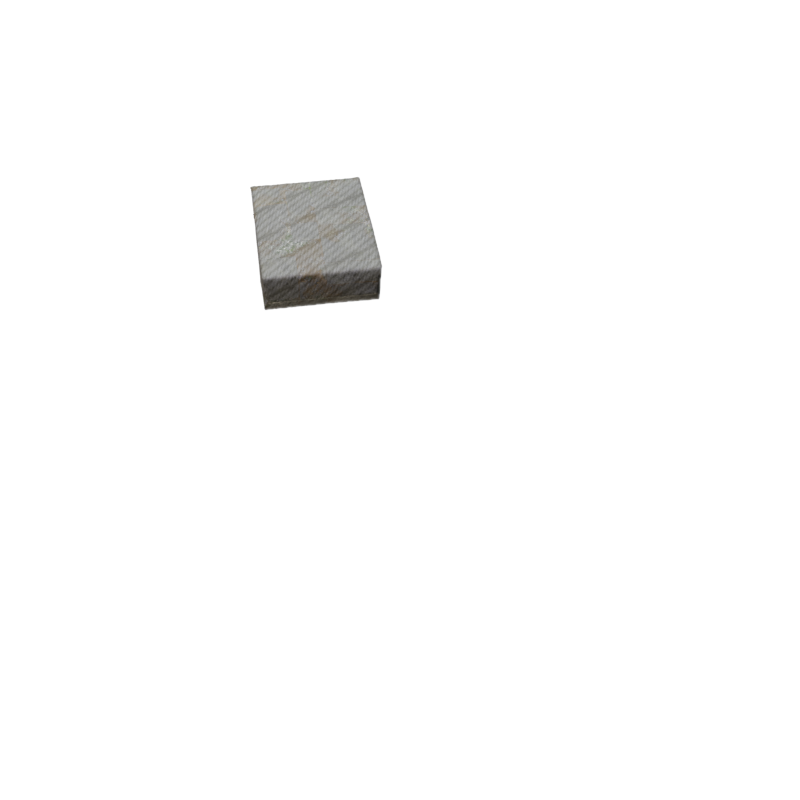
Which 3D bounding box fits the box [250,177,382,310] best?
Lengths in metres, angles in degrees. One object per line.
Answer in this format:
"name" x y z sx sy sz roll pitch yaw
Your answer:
"box" -0.067 -0.123 0.863 0.089 0.036 0.123 -6 44 -7
